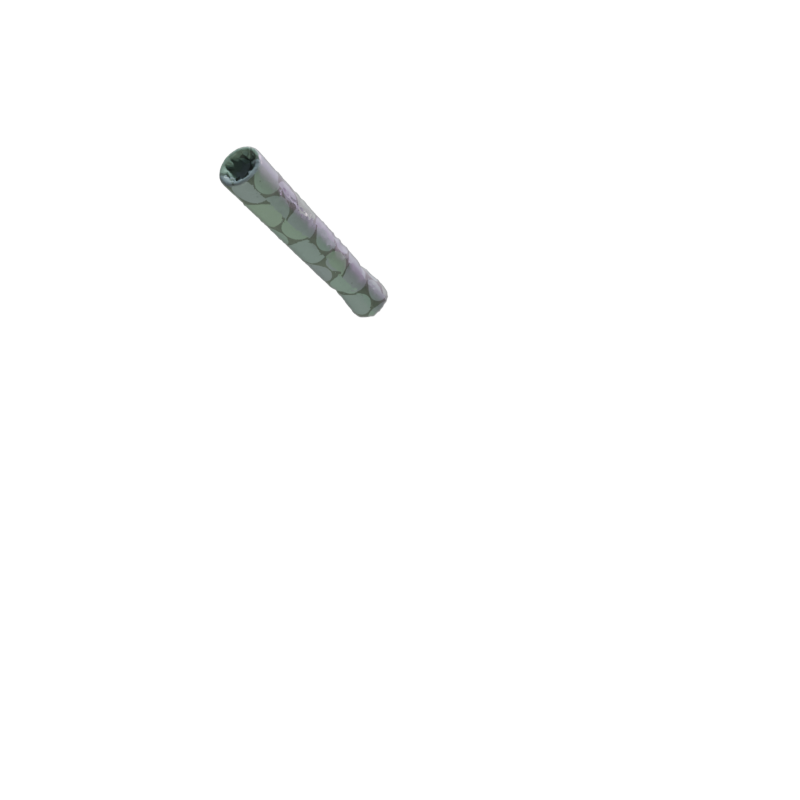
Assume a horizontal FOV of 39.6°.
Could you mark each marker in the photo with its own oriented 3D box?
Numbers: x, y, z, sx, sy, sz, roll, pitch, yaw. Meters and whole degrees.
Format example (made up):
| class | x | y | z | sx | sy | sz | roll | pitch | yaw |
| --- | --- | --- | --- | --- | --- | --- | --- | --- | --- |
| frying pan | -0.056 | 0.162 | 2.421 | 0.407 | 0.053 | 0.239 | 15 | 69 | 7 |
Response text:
| class | x | y | z | sx | sy | sz | roll | pitch | yaw |
| --- | --- | --- | --- | --- | --- | --- | --- | --- | --- |
| marker | -0.037 | -0.067 | 0.469 | 0.020 | 0.021 | 0.112 | 2 | -23 | 31 |
